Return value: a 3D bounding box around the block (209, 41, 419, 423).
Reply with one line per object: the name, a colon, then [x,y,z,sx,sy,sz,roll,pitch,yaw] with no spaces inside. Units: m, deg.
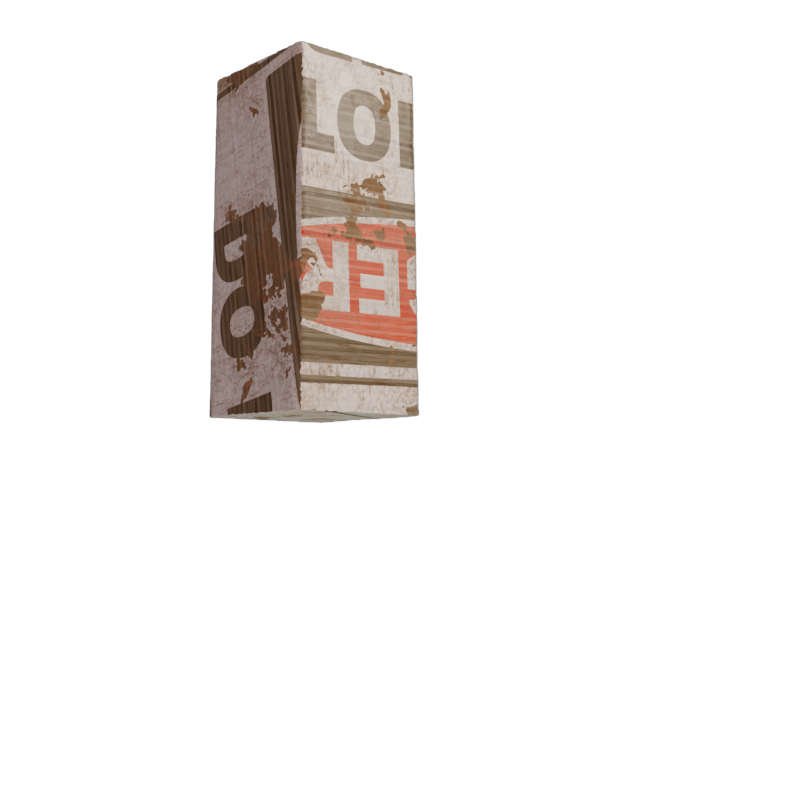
block: [-0.052,-0.094,0.659,0.086,0.212,0.092,9,-15,-41]
